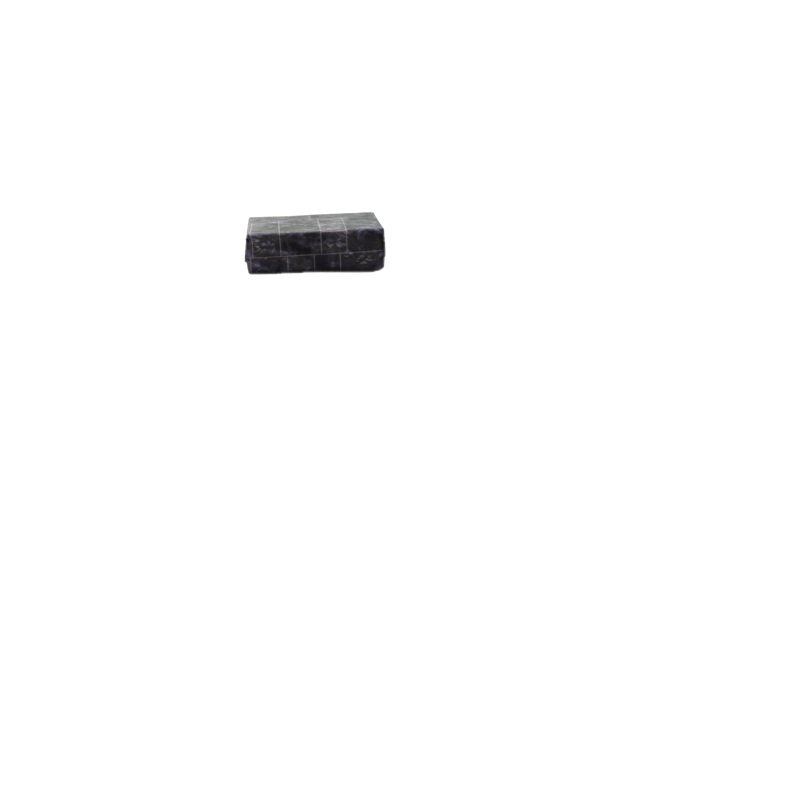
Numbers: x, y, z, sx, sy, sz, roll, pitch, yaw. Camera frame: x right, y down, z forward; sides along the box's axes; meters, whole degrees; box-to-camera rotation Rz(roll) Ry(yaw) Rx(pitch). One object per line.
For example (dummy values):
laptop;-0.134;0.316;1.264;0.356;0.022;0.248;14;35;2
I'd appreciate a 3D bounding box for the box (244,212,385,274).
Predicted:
box;-0.073;-0.132;0.926;0.113;0.038;0.093;-1;17;-4
